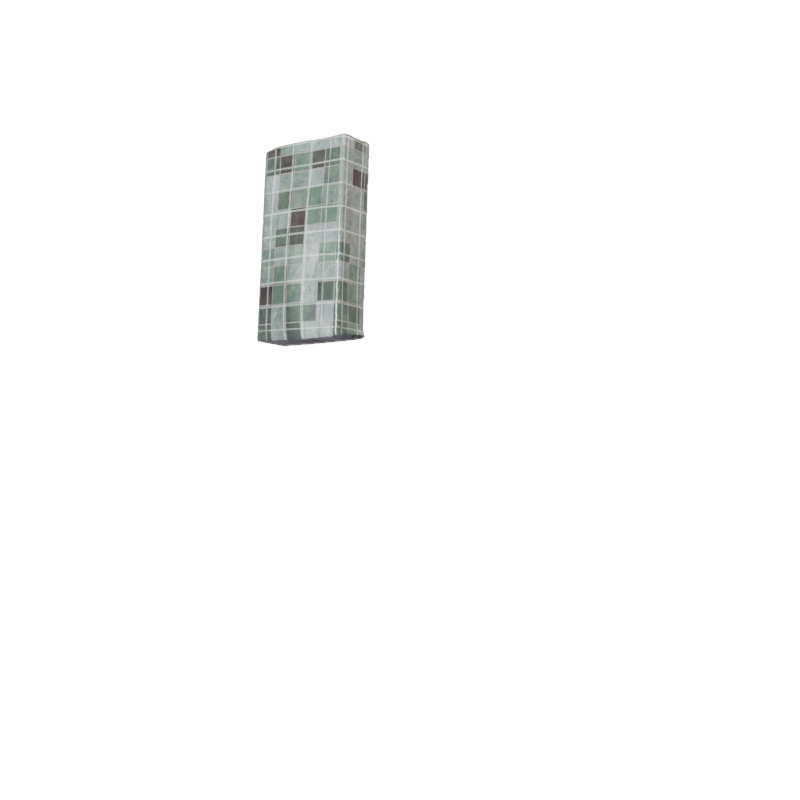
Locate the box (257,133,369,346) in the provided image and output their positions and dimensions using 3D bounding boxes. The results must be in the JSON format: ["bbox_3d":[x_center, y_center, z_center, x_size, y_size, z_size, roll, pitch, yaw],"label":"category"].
[{"bbox_3d":[-0.076,-0.139,0.971,0.096,0.181,0.046,-7,-12,36],"label":"box"}]
